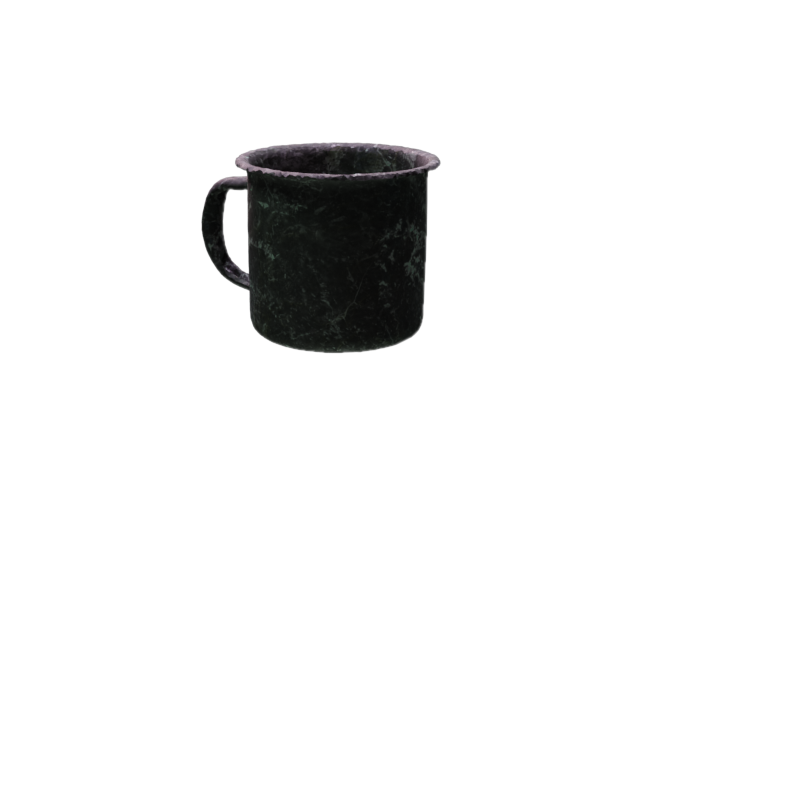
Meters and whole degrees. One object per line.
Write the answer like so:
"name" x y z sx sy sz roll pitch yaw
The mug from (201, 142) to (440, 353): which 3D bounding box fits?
"mug" -0.040 -0.074 0.516 0.121 0.079 0.094 8 20 20
